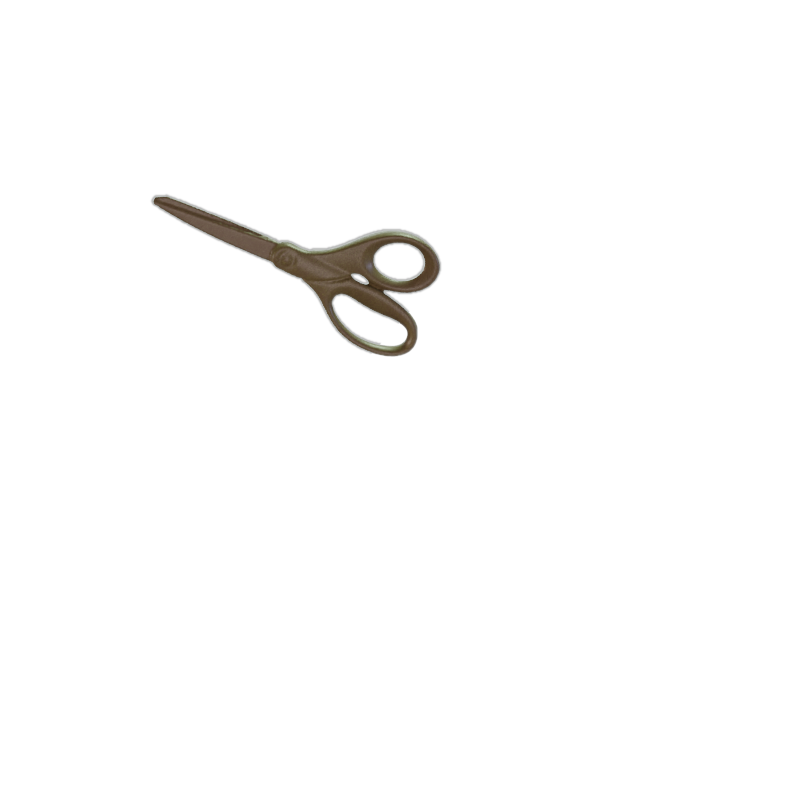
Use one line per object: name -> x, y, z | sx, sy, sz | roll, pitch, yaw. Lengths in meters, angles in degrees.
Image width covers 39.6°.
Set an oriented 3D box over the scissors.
scissors -> -0.058, -0.107, 0.746 | 0.196, 0.095, 0.016 | 39, 13, -10
